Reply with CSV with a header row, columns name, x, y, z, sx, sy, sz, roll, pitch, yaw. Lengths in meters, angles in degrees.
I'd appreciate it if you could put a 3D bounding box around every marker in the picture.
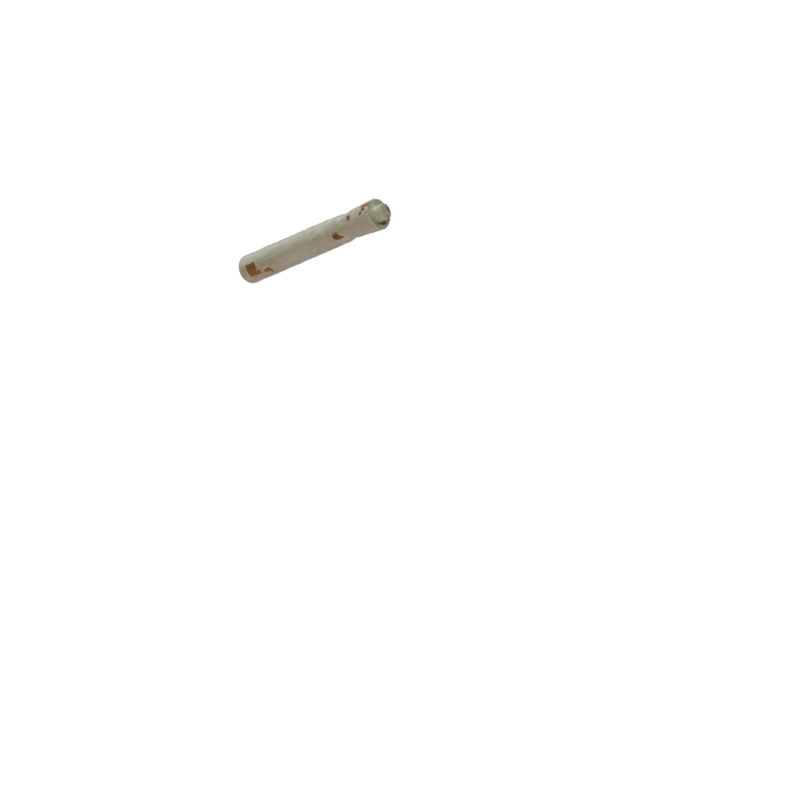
name,x,y,z,sx,sy,sz,roll,pitch,yaw
marker,-0.052,-0.095,0.667,0.122,0.020,0.019,-15,-8,42
